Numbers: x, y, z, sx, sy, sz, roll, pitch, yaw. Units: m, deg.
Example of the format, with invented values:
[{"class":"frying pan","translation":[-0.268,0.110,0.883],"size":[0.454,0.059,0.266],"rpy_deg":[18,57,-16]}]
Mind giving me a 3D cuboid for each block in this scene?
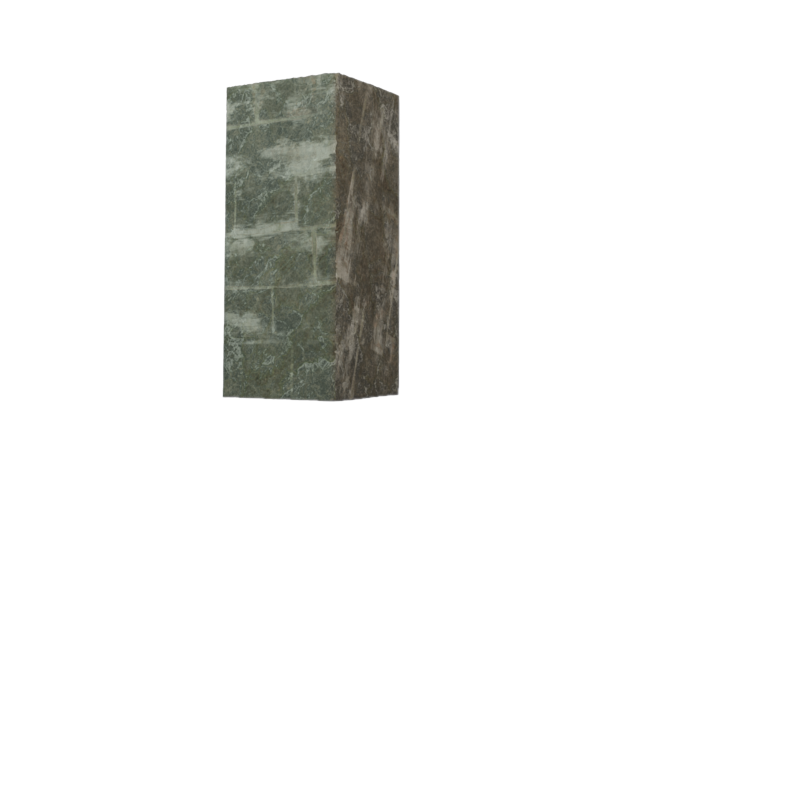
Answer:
[{"class":"block","translation":[-0.058,-0.106,0.746],"size":[0.094,0.208,0.086],"rpy_deg":[-2,-4,30]}]
